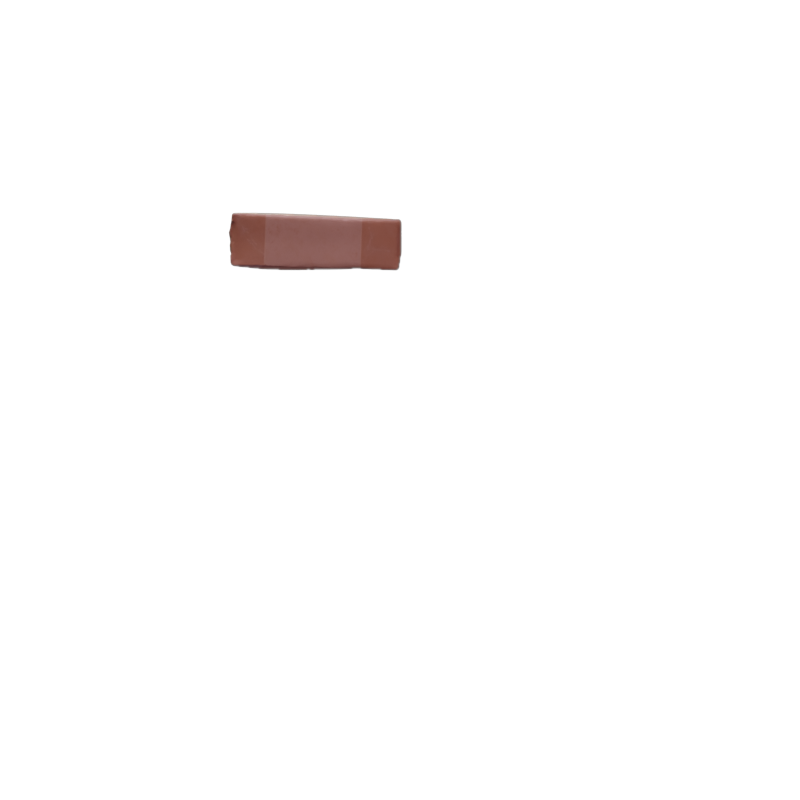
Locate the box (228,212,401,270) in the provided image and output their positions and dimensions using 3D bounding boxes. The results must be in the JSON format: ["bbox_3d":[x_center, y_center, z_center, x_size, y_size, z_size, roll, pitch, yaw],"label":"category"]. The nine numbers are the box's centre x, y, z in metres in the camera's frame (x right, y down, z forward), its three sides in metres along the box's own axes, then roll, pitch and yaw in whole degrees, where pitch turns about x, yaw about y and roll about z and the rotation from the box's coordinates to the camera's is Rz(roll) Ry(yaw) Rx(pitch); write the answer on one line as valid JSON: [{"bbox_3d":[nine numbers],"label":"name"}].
[{"bbox_3d":[-0.059,-0.108,0.758,0.113,0.039,0.091,-1,6,-5],"label":"box"}]
